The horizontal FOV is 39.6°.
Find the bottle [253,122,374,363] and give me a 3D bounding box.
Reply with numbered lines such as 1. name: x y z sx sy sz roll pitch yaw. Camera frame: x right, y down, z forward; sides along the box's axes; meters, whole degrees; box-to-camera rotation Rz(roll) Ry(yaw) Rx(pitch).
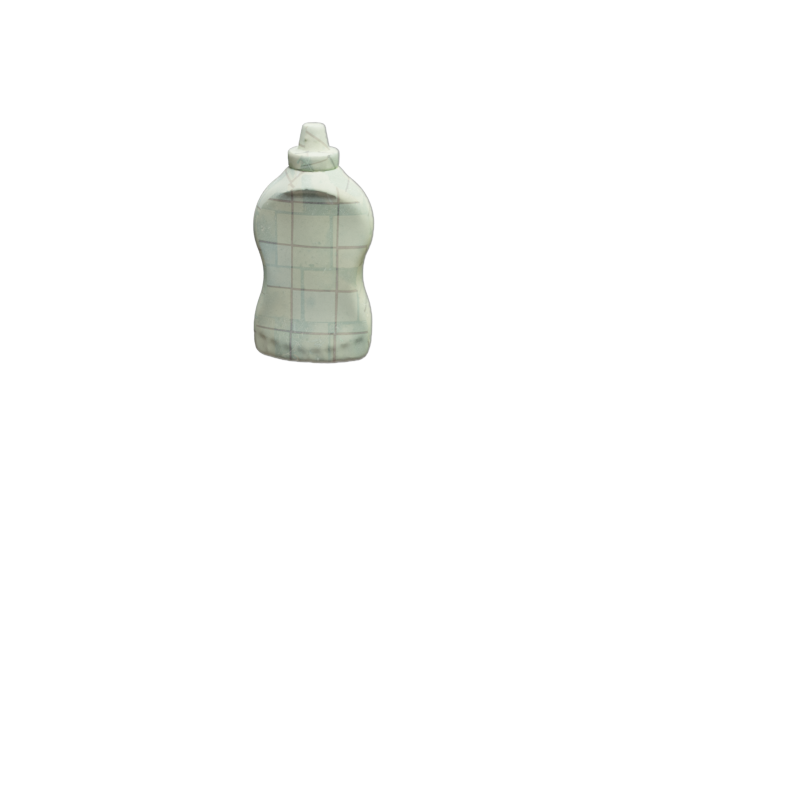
1. bottle: -0.070 -0.127 0.890 0.097 0.183 0.060 4 20 8
